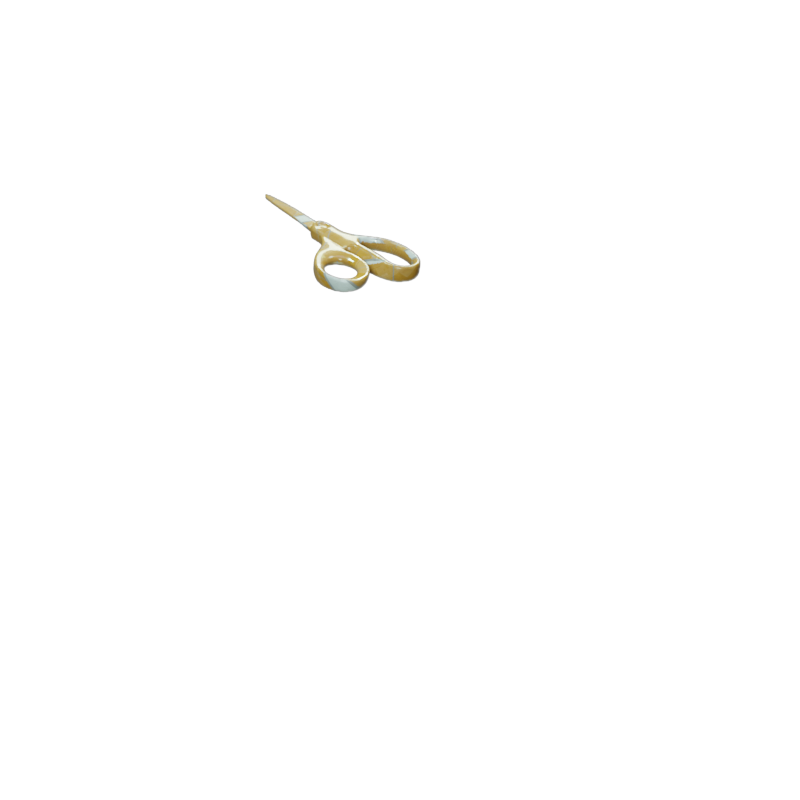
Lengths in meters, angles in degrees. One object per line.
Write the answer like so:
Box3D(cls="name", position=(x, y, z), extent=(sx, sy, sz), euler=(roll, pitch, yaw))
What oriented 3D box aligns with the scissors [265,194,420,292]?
Box3D(cls="scissors", position=(-0.075, -0.137, 0.959), extent=(0.214, 0.015, 0.096), euler=(25, 39, 34))
